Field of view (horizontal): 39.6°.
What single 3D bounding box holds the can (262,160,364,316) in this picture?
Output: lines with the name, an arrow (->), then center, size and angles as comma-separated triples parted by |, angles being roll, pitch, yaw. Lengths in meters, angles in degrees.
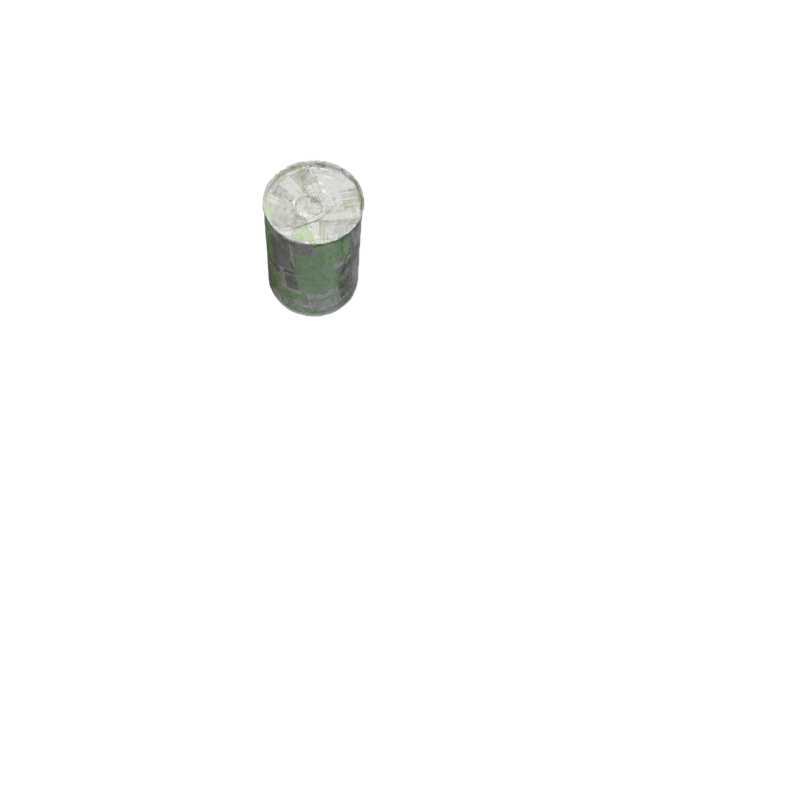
can -> -0.061, -0.111, 0.780 | 0.068, 0.073, 0.096 | 0, -28, -3
